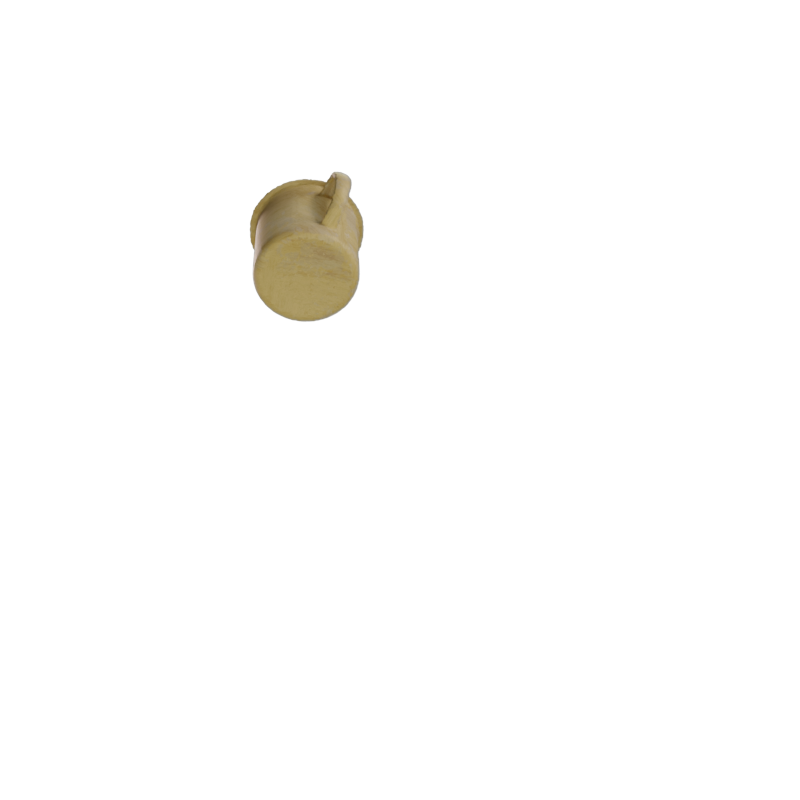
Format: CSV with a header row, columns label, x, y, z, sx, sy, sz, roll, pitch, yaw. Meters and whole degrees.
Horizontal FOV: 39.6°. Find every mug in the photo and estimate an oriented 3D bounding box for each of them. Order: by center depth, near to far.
label,x,y,z,sx,sy,sz,roll,pitch,yaw
mug,-0.068,-0.123,0.863,0.090,0.114,0.087,25,27,-16
